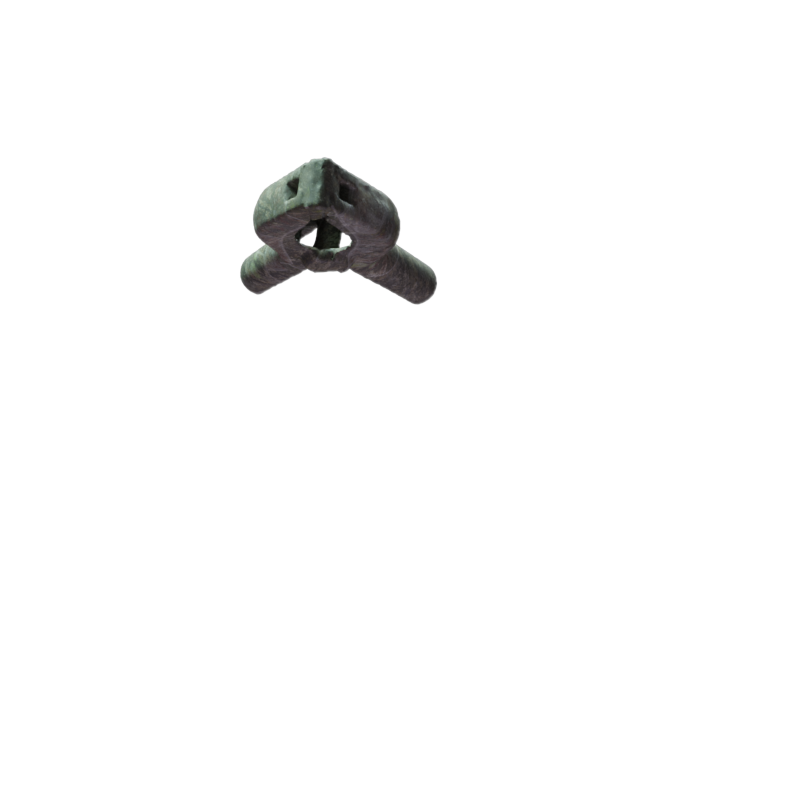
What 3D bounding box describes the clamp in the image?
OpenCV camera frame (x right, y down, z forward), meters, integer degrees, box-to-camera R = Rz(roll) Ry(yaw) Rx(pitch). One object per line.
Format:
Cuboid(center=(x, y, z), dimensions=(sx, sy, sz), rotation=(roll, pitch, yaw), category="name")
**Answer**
Cuboid(center=(-0.049, -0.089, 0.626), dimensions=(0.122, 0.041, 0.162), rotation=(-3, -17, 10), category="clamp")
